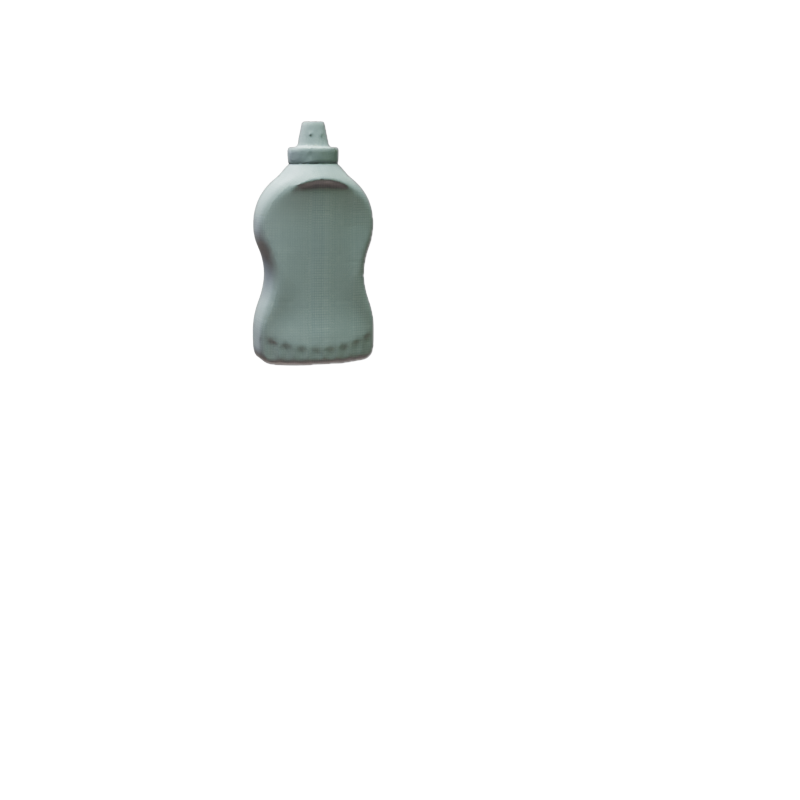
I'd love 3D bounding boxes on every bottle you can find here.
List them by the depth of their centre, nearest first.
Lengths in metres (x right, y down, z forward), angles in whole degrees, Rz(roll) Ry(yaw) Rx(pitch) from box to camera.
[{"bbox_3d":[-0.070,-0.127,0.889,0.094,0.189,0.060,-2,6,-16],"label":"bottle"}]
